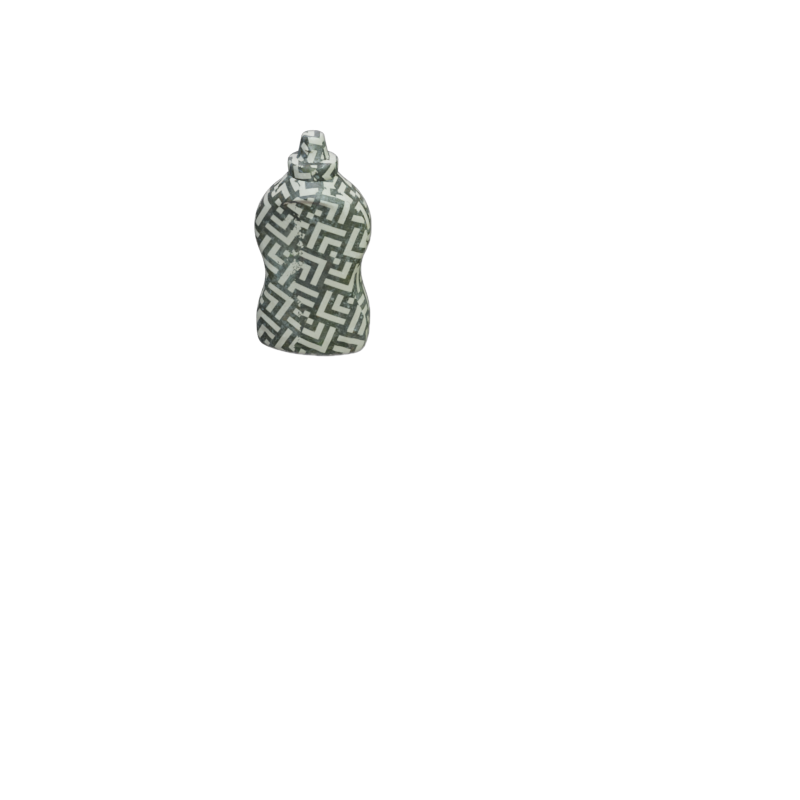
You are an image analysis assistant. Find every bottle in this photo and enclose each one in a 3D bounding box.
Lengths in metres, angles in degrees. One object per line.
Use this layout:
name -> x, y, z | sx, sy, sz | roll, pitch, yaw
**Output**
bottle -> -0.072, -0.131, 0.920 | 0.097, 0.181, 0.061 | 6, 28, 8
